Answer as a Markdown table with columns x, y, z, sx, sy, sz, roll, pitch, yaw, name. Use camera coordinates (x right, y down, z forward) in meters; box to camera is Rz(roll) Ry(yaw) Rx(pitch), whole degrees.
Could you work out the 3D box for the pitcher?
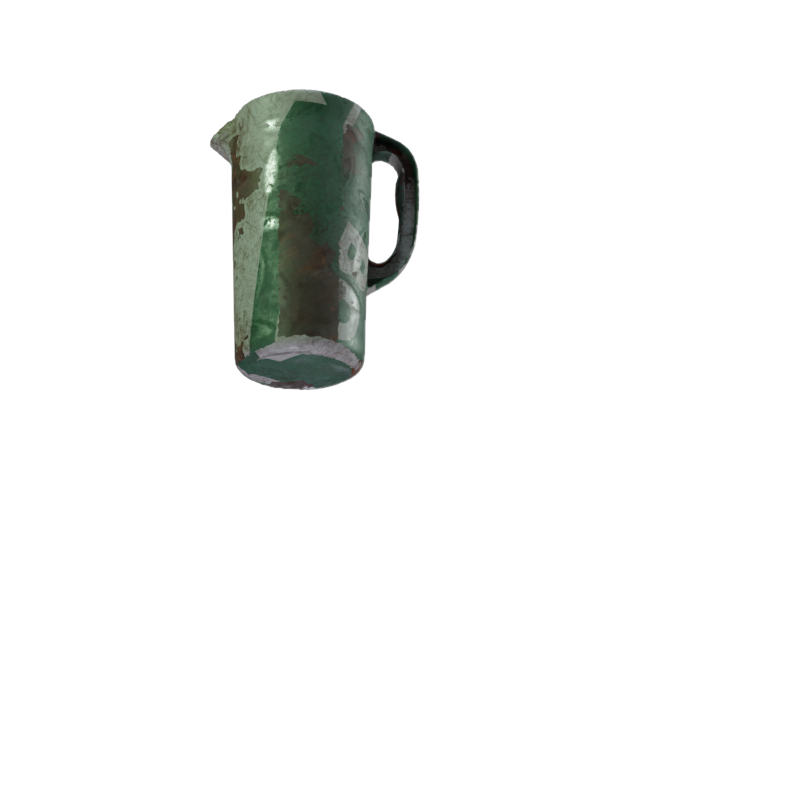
| x | y | z | sx | sy | sz | roll | pitch | yaw | name |
| --- | --- | --- | --- | --- | --- | --- | --- | --- | --- |
| -0.076 | -0.138 | 0.968 | 0.151 | 0.257 | 0.135 | -17 | -28 | 31 | pitcher |
